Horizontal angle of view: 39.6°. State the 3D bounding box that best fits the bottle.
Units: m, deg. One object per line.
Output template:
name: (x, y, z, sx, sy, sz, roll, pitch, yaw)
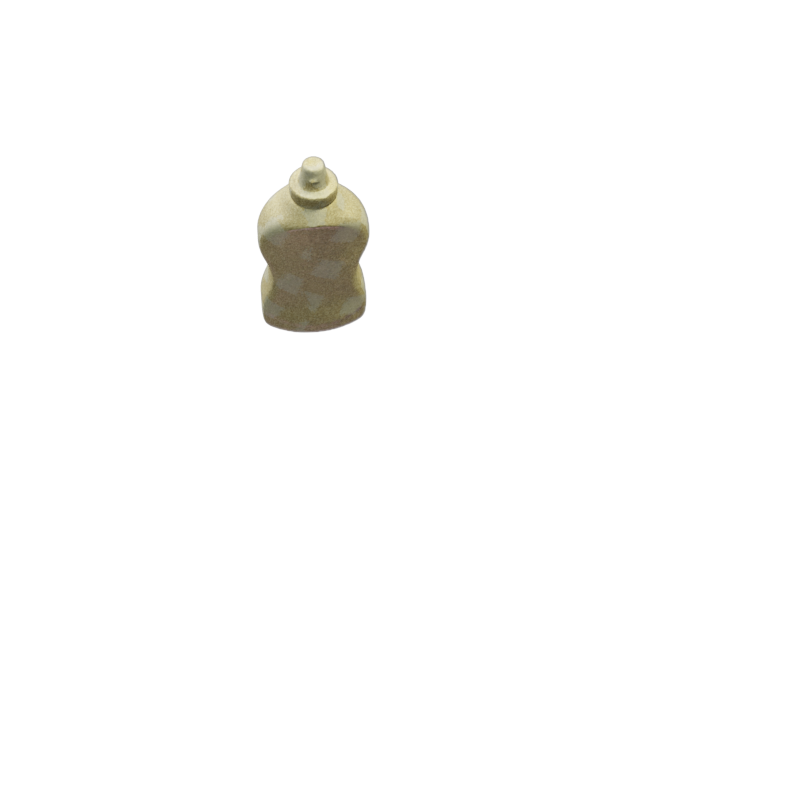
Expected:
bottle: (-0.075, -0.137, 0.963, 0.095, 0.063, 0.179, -2, -37, -5)
